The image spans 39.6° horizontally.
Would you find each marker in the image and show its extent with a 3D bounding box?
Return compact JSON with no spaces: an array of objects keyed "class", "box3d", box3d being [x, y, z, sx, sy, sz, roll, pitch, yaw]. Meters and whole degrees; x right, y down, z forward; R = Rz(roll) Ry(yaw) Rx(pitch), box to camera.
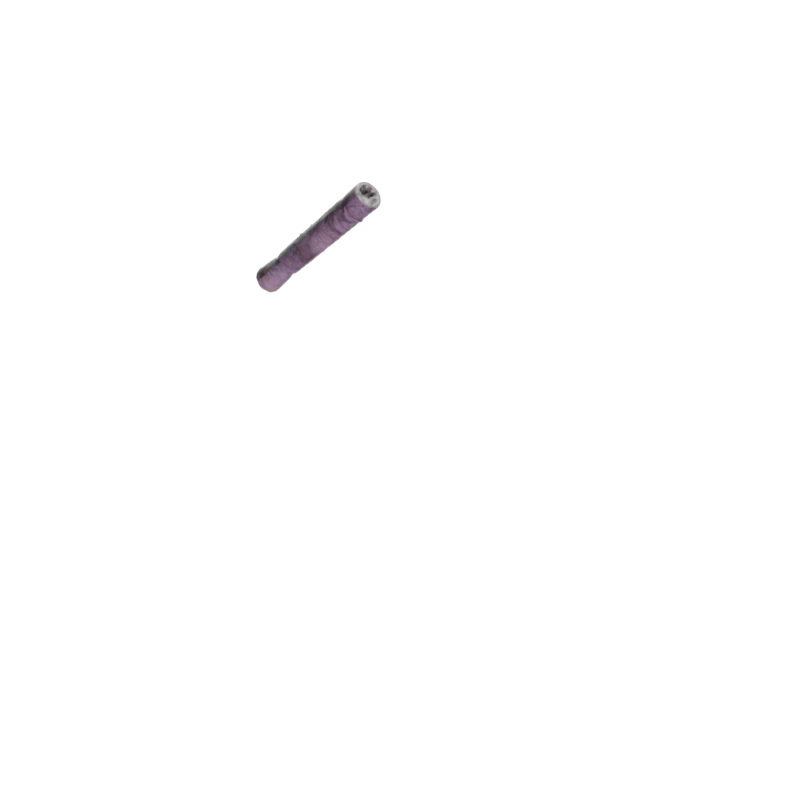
[{"class":"marker","box3d":[-0.055,-0.101,0.707,0.019,0.021,0.120,-3,-20,-42]}]
